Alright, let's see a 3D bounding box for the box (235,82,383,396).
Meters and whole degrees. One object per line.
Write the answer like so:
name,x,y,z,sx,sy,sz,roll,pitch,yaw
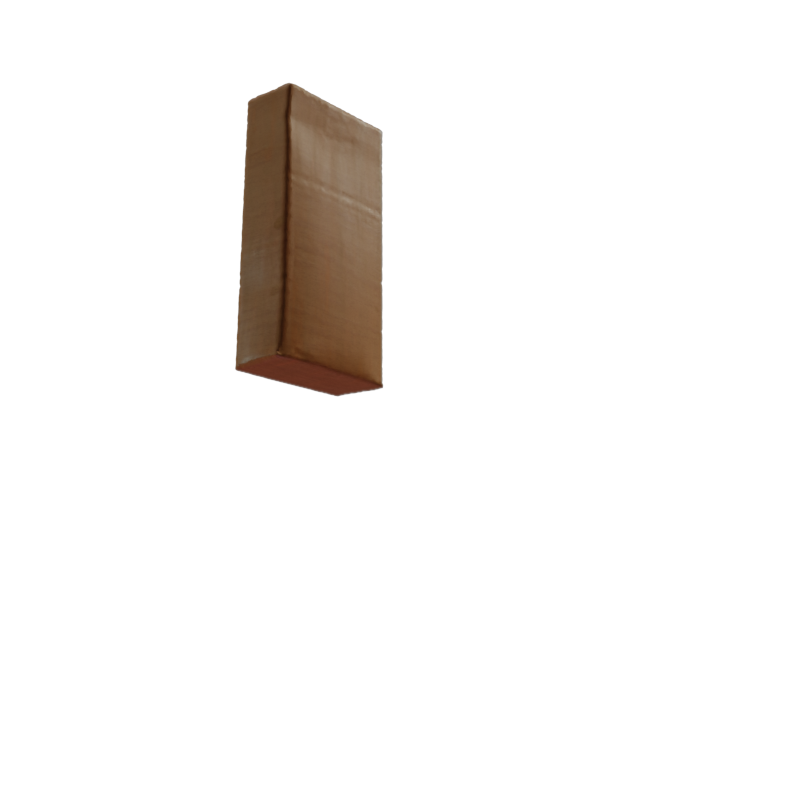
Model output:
box,-0.054,-0.099,0.691,0.049,0.185,0.088,-18,-26,38
